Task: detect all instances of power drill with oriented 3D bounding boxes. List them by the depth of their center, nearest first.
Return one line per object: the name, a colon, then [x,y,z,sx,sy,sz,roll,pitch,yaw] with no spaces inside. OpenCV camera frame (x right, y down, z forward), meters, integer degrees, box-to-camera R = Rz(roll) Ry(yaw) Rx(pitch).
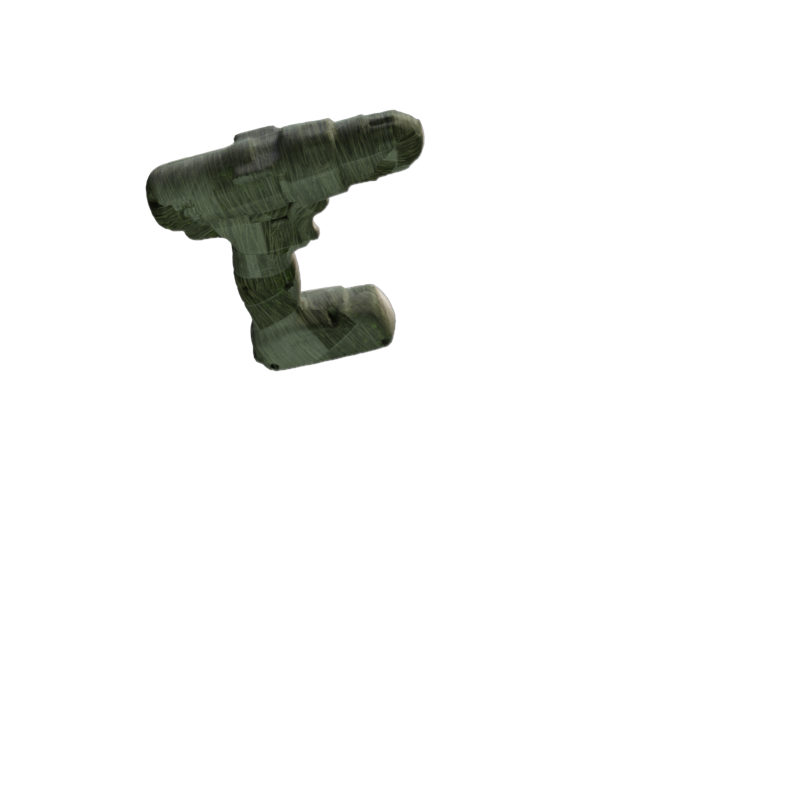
power drill: [-0.060,-0.109,0.760,0.186,0.062,0.173,-11,-46,10]
